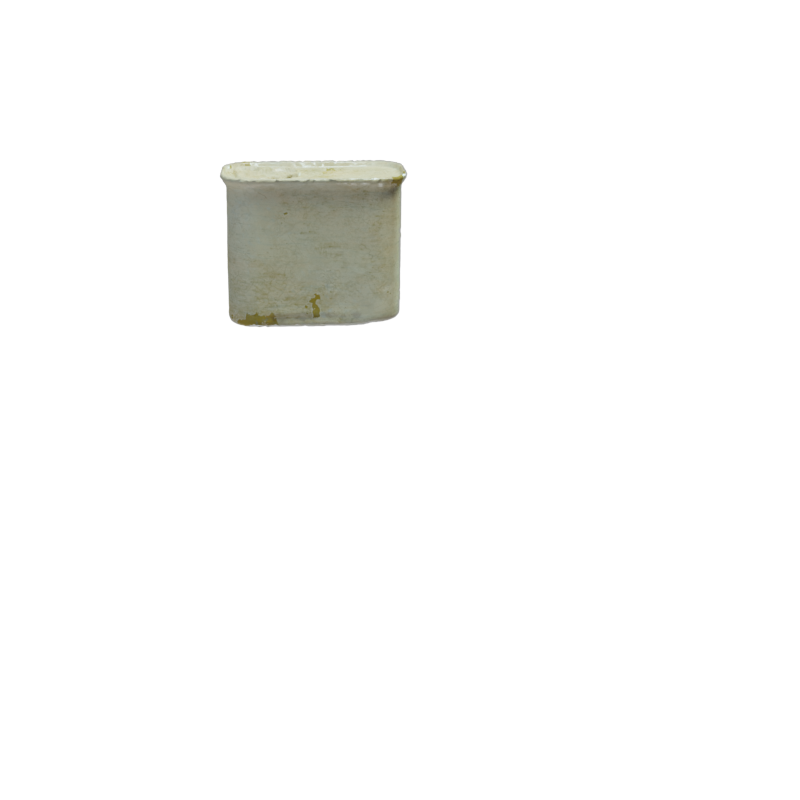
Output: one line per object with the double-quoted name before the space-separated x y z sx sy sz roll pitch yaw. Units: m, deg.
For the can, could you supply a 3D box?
"can" -0.049 -0.089 0.622 0.101 0.081 0.060 -1 17 -3
